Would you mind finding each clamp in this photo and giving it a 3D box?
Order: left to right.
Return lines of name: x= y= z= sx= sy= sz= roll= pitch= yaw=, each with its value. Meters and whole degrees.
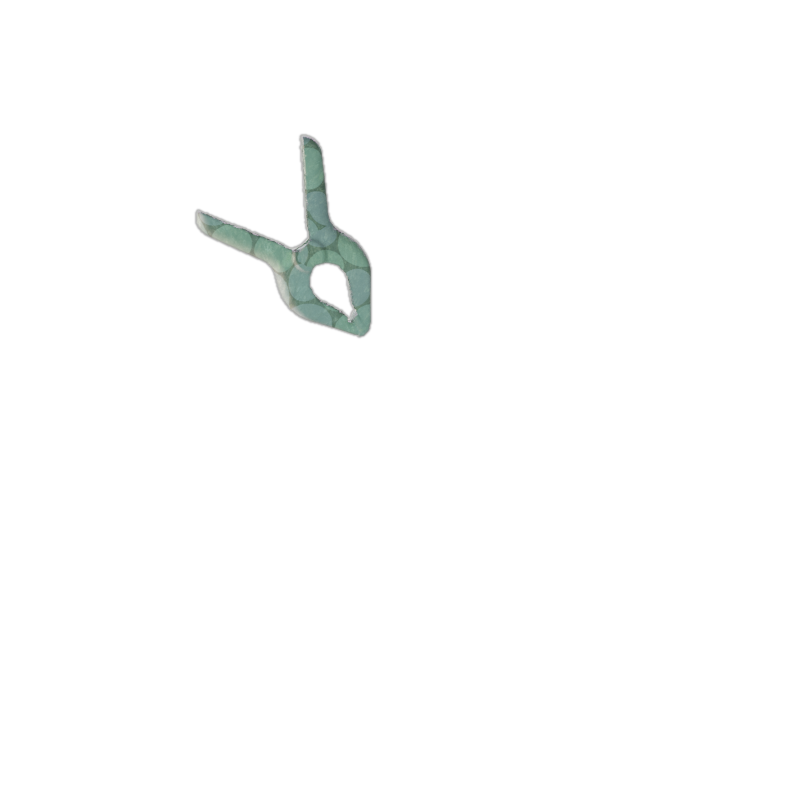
clamp: x=-0.072 y=-0.132 z=0.925 sx=0.119 sy=0.168 sz=0.040 roll=-44 pitch=8 yaw=7
